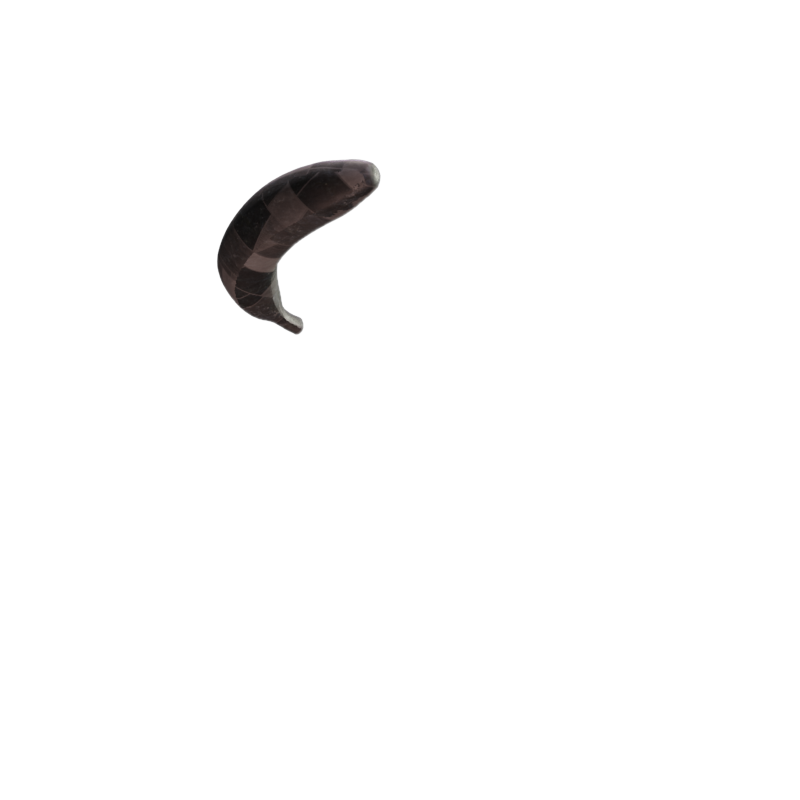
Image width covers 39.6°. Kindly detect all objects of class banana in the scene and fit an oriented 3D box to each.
[{"bbox_3d":[-0.071,-0.095,0.663,0.068,0.039,0.191,6,-22,-16],"label":"banana"}]
